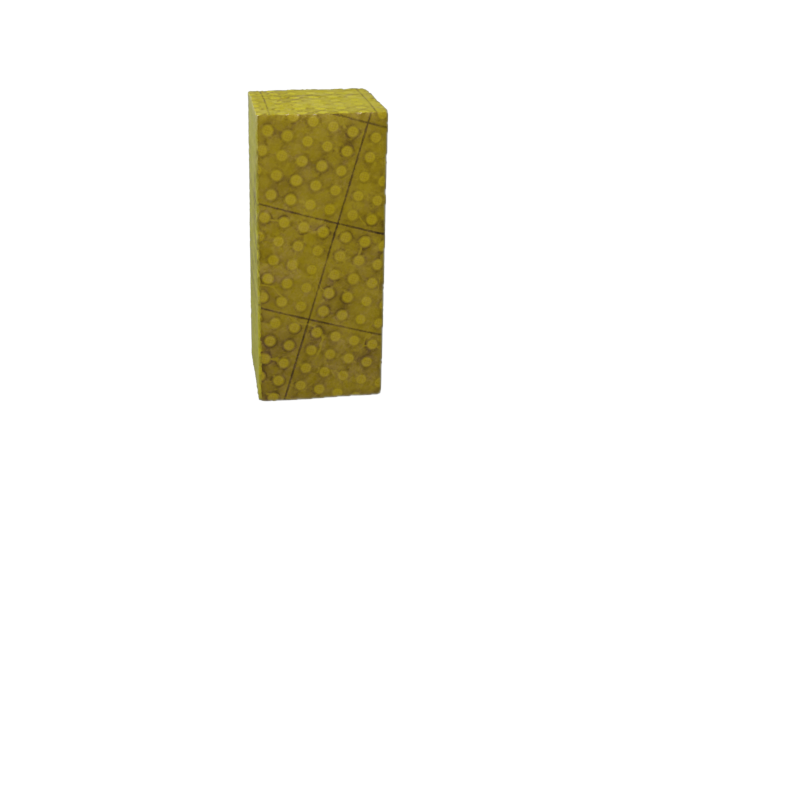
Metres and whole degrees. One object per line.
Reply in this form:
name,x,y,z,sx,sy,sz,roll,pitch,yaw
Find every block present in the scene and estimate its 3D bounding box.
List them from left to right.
block,-0.062,-0.114,0.797,0.089,0.198,0.096,-2,20,-10
